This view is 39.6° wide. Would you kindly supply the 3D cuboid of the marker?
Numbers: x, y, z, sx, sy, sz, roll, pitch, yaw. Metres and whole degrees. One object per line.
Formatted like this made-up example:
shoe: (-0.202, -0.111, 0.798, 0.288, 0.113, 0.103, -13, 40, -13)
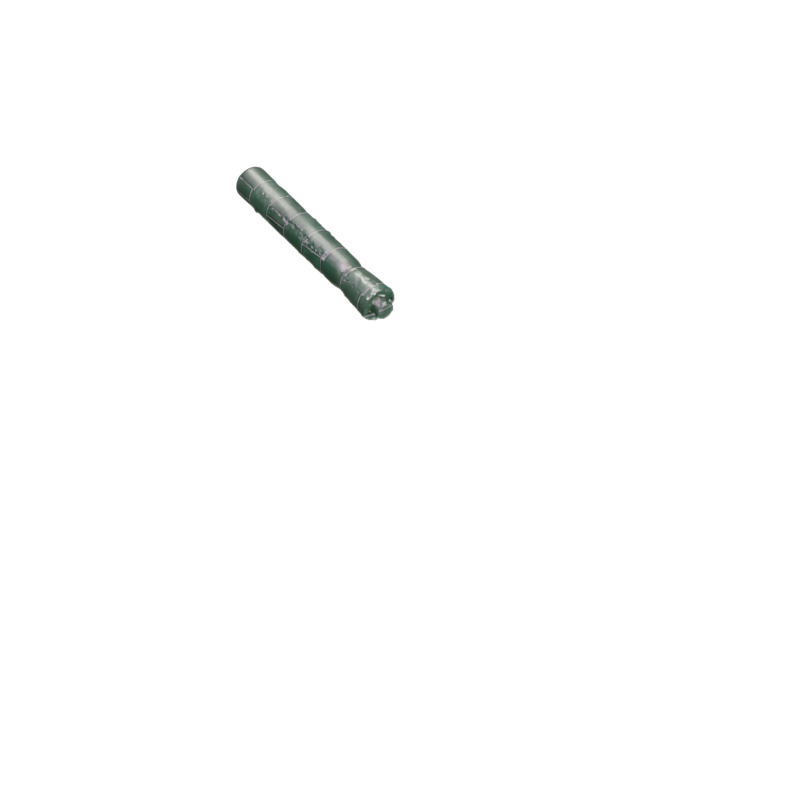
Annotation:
marker: (-0.043, -0.079, 0.554, 0.019, 0.019, 0.130, -3, 38, -42)
